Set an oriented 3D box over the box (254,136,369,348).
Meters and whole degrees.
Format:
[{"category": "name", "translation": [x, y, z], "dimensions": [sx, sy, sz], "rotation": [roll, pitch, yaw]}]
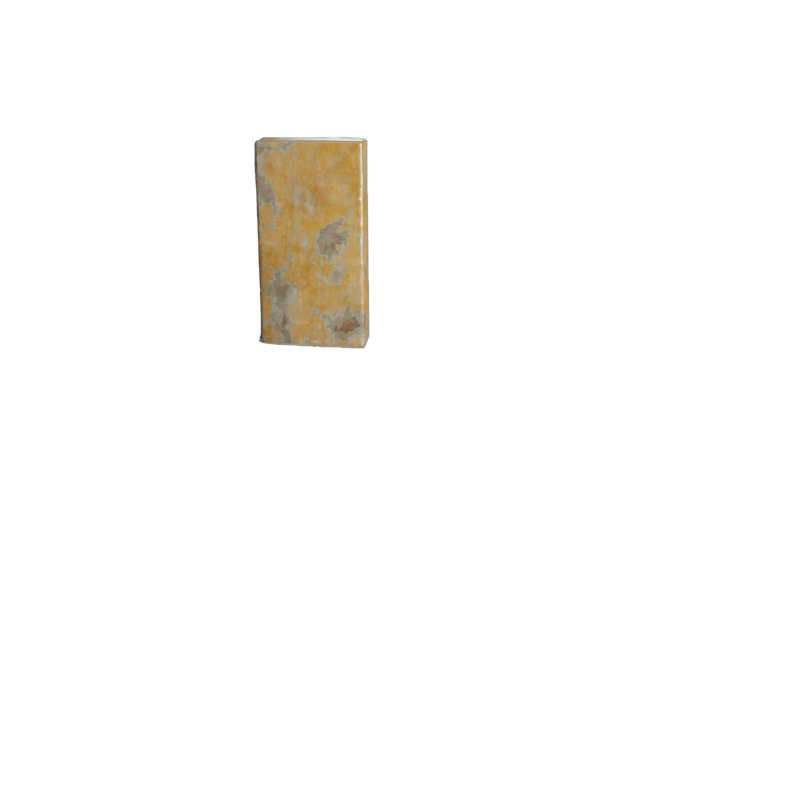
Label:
[{"category": "box", "translation": [-0.073, -0.134, 0.941], "dimensions": [0.094, 0.172, 0.049], "rotation": [2, 10, 8]}]
